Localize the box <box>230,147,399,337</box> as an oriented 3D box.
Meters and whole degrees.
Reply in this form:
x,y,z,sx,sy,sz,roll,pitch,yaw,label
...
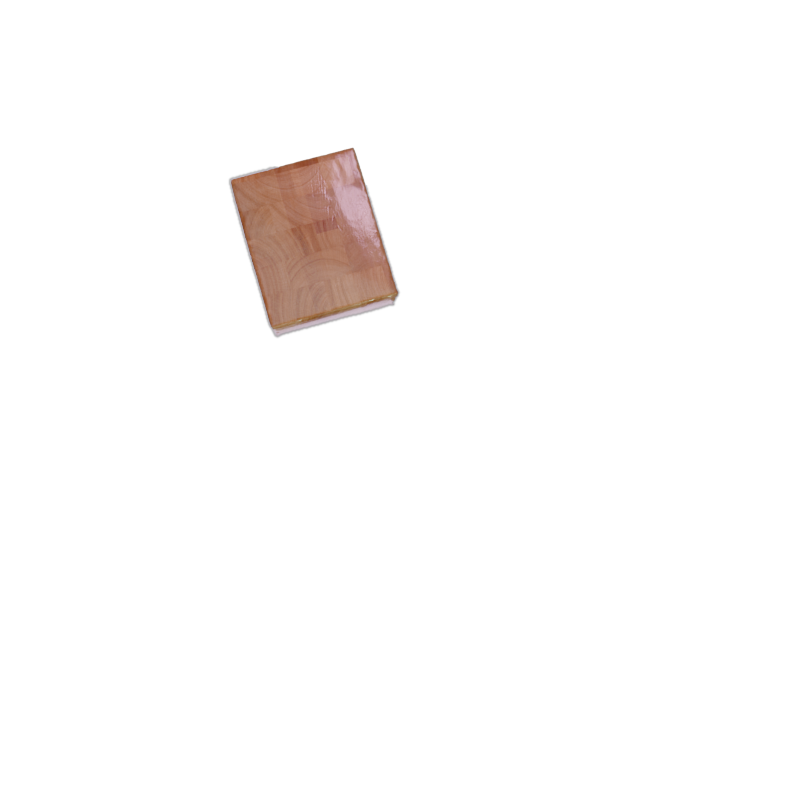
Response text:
x,y,z,sx,sy,sz,roll,pitch,yaw,label
-0.060,-0.109,0.766,0.089,0.118,0.038,-16,-13,-4,box
